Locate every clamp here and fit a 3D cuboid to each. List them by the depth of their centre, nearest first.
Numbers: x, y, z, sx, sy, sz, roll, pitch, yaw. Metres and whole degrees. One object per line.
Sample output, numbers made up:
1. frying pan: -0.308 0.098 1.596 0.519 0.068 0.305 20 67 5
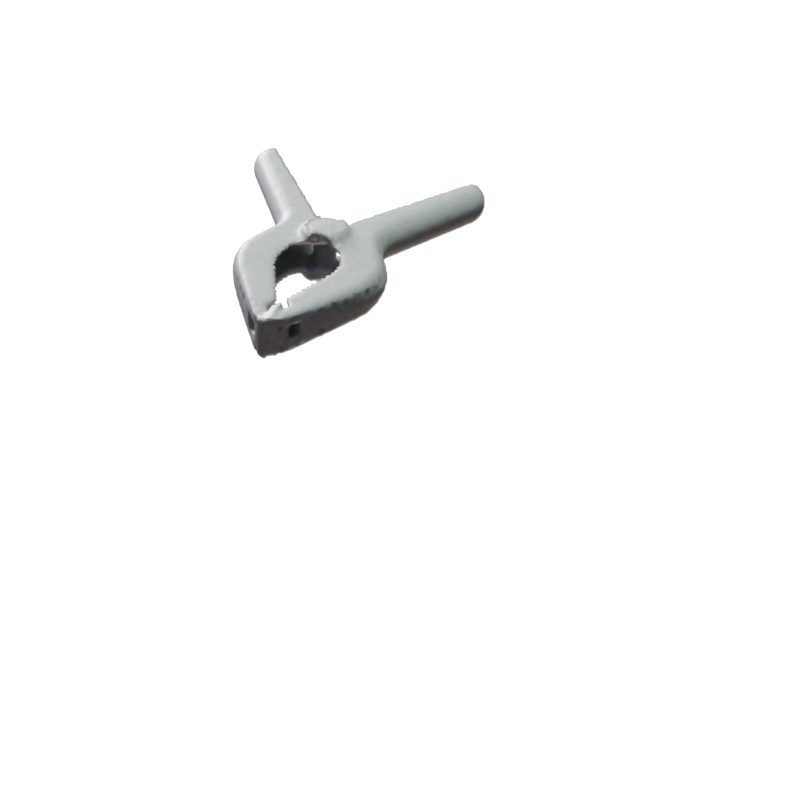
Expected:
1. clamp: -0.055 -0.101 0.707 0.171 0.034 0.216 15 40 19
